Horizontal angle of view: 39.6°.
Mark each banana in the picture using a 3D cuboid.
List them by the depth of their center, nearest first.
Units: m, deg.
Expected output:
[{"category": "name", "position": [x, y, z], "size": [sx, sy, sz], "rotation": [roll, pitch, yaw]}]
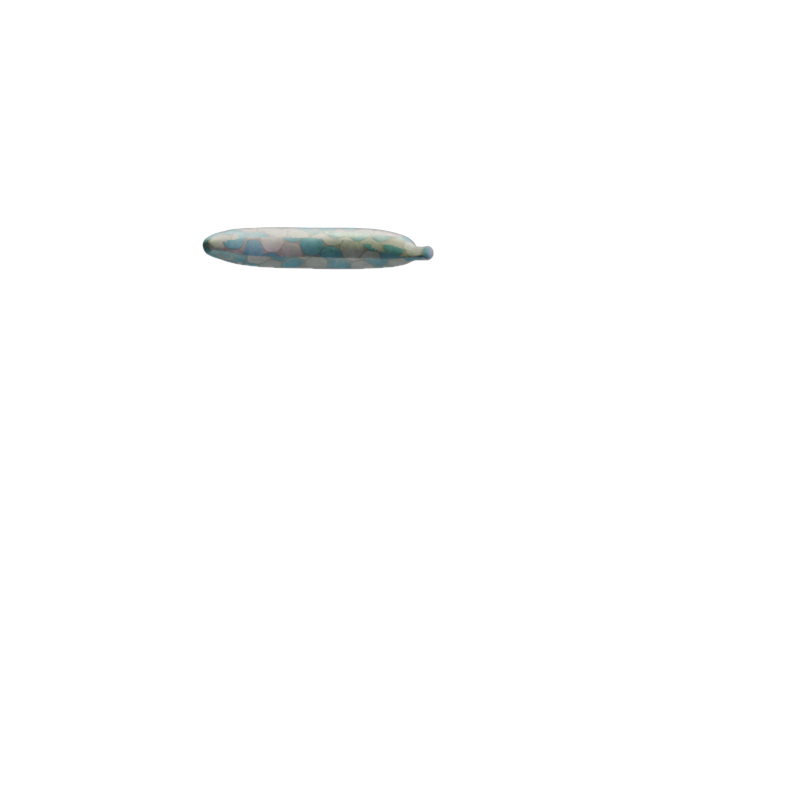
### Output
[{"category": "banana", "position": [-0.073, -0.136, 0.978], "size": [0.197, 0.037, 0.068], "rotation": [0, -5, -1]}]
